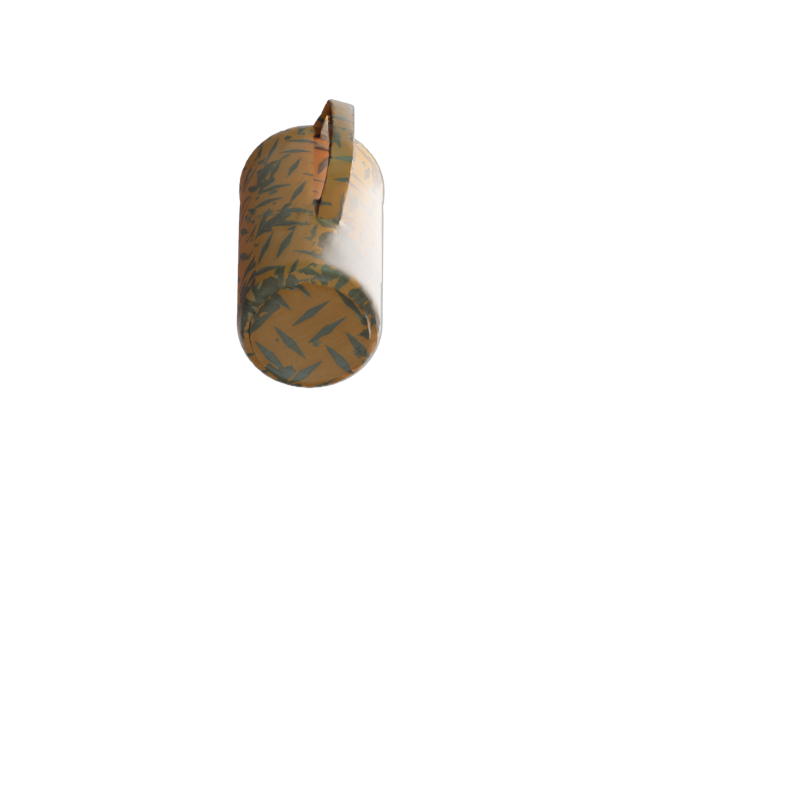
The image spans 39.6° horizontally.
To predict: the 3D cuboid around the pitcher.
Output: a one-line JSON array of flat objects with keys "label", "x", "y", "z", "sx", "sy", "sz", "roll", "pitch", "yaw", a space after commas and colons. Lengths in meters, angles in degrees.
[{"label": "pitcher", "x": -0.071, "y": -0.130, "z": 0.908, "sx": 0.145, "sy": 0.140, "sz": 0.259, "roll": -25, "pitch": 31, "yaw": 13}]
